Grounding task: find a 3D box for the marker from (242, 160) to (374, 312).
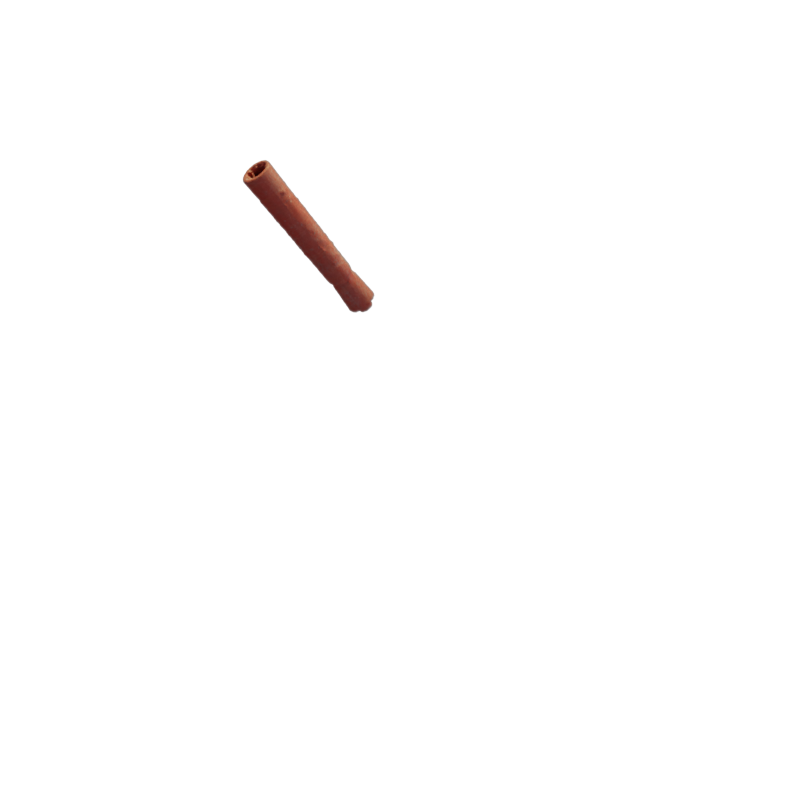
[{"bbox_3d":[-0.052,-0.095,0.667,0.021,0.020,0.113,3,-39,48],"label":"marker"}]
